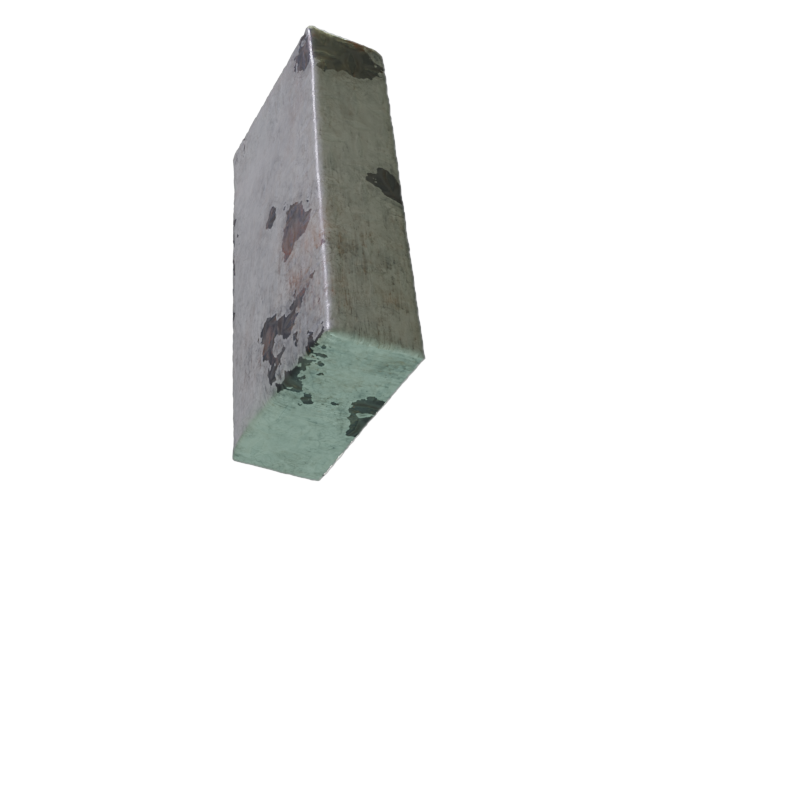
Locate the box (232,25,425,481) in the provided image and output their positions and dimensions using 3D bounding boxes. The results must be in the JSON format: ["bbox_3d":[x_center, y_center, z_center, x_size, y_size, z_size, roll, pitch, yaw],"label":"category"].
[{"bbox_3d":[-0.036,-0.067,0.469,0.046,0.189,0.090,17,-44,-23],"label":"box"}]
